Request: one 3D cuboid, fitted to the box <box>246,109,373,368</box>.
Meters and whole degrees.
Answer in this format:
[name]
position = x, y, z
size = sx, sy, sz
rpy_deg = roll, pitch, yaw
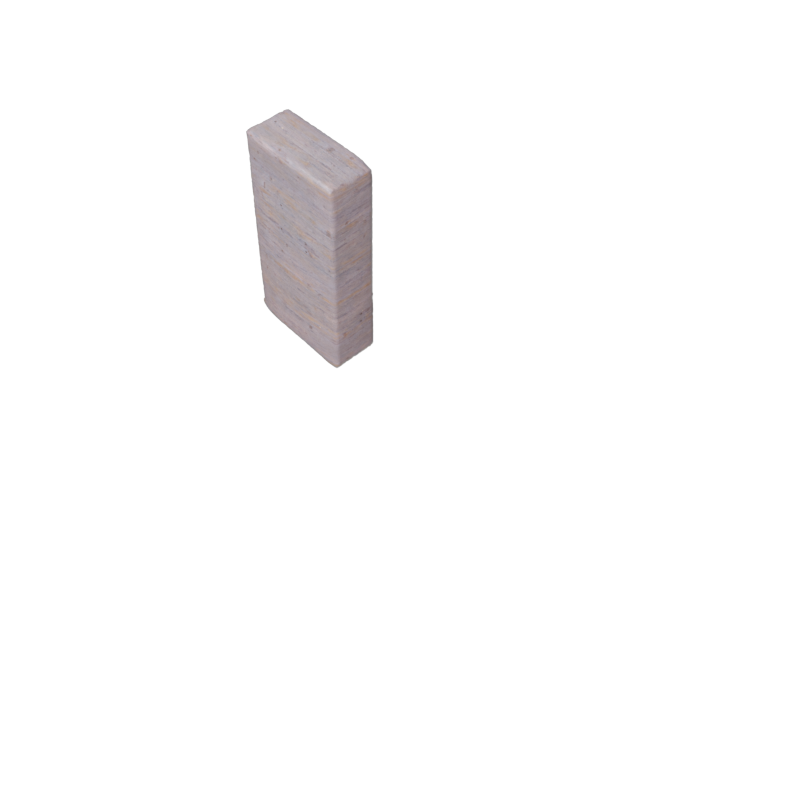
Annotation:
[box]
position = -0.063, -0.115, 0.807
size = 0.048, 0.164, 0.100
rpy_deg = -30, 55, -29
